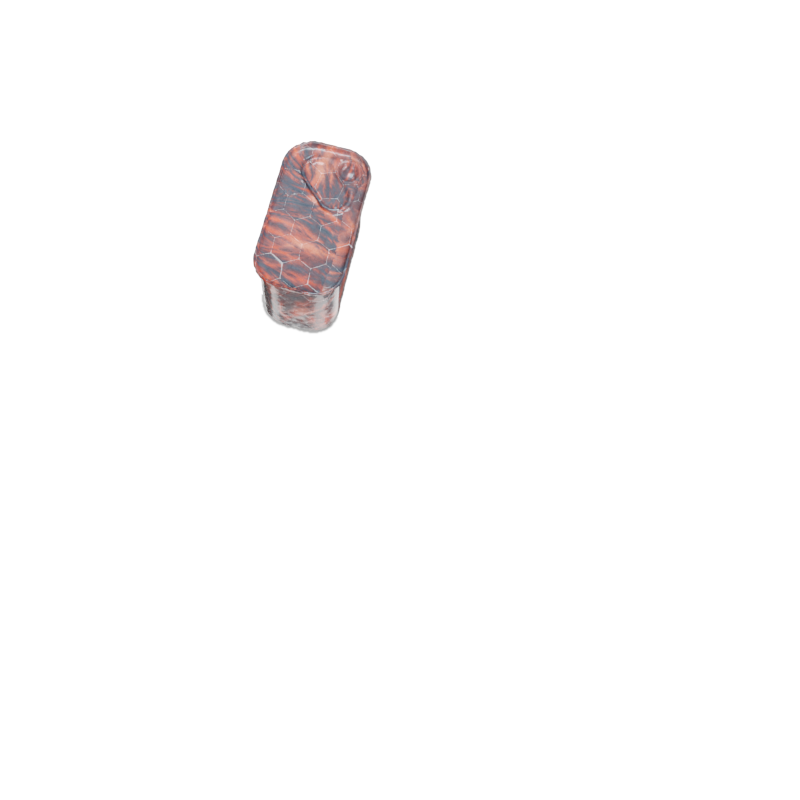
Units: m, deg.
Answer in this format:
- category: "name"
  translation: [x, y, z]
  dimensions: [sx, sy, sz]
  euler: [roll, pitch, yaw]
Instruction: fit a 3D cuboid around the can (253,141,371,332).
- category: "can"
  translation: [-0.057, -0.103, 0.723]
  dimensions: [0.058, 0.106, 0.080]
  euler: [13, -20, 1]
